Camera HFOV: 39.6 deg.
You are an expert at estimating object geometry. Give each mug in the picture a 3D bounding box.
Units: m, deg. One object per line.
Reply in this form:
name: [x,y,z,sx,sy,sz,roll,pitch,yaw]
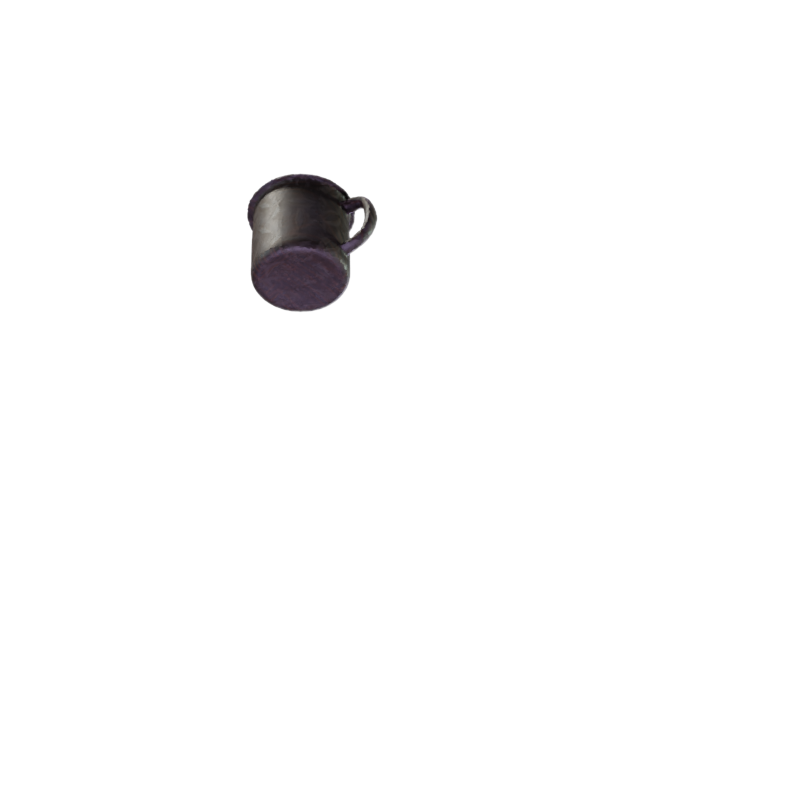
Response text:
mug: [-0.072,-0.132,0.923,0.118,0.087,0.086,-19,-45,18]
